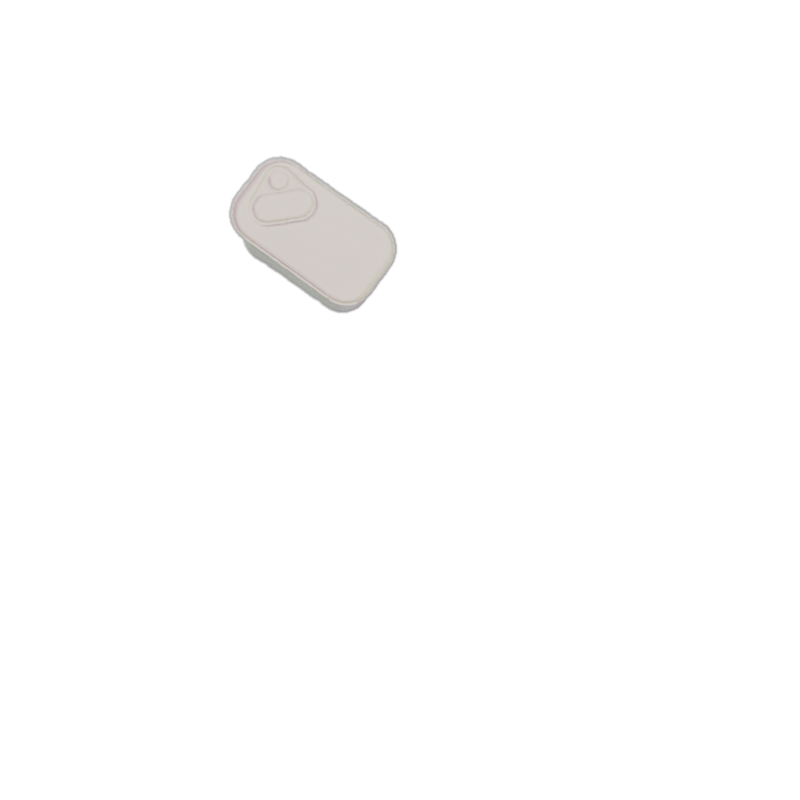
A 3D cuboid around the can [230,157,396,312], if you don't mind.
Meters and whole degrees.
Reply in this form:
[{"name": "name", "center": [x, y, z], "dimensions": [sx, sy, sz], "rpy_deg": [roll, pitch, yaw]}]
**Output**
[{"name": "can", "center": [-0.056, -0.102, 0.713], "dimensions": [0.103, 0.058, 0.082], "rpy_deg": [36, -5, 2]}]
